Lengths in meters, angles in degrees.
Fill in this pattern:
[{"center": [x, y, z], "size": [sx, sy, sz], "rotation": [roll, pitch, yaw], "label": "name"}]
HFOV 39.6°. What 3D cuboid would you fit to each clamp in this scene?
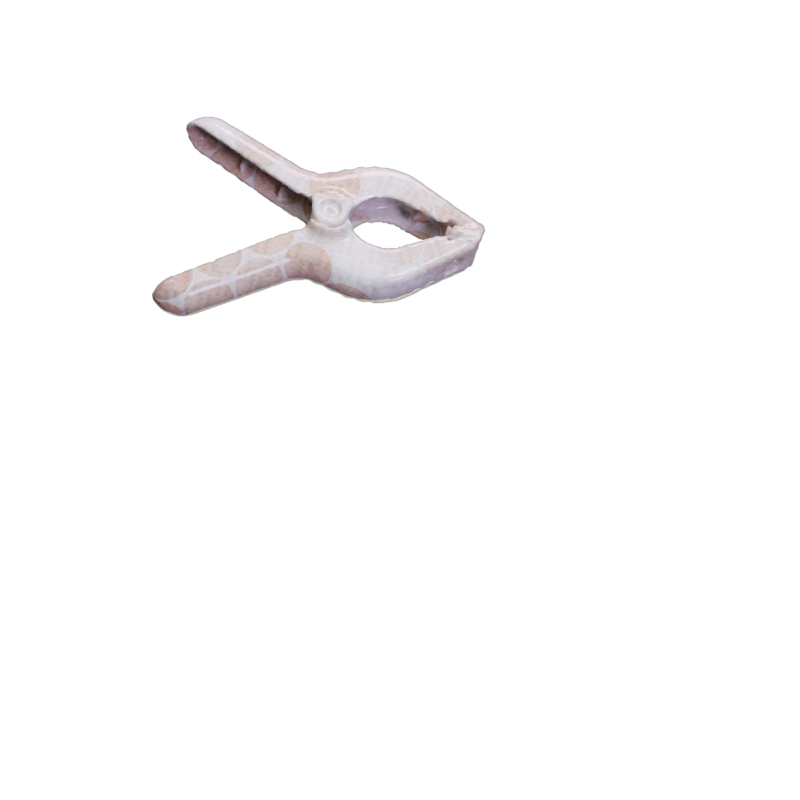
[{"center": [-0.046, -0.083, 0.581], "size": [0.173, 0.125, 0.037], "rotation": [13, -24, 6], "label": "clamp"}]
